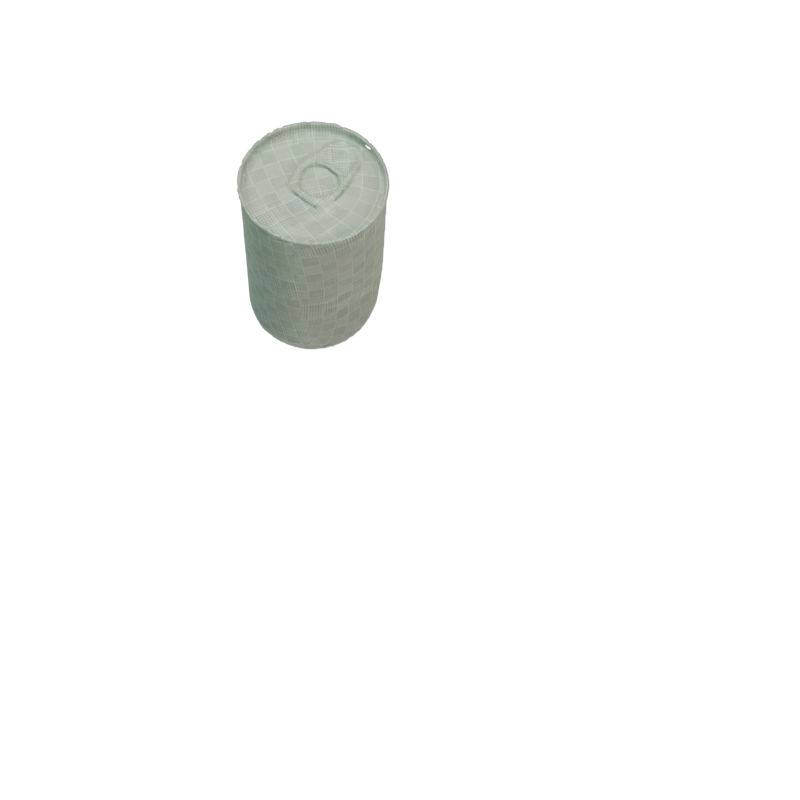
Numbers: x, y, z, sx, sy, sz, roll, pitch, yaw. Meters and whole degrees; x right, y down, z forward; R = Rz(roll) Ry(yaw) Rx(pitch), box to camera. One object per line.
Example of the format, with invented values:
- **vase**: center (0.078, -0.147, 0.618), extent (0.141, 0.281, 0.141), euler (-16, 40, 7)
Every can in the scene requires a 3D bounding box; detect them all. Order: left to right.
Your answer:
- **can**: center (-0.042, -0.076, 0.535), extent (0.068, 0.073, 0.096), euler (0, -28, -3)
